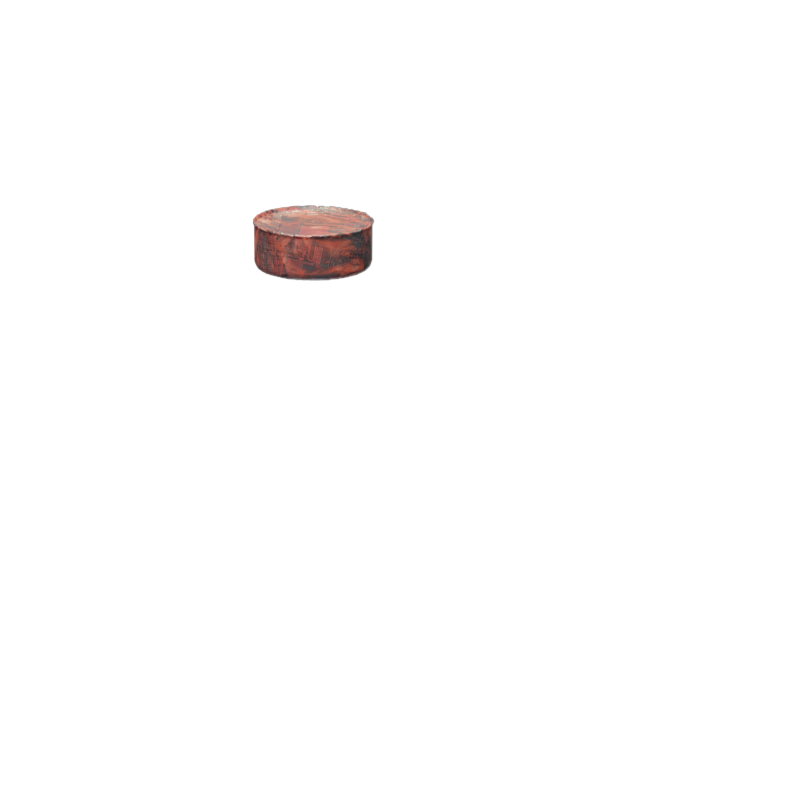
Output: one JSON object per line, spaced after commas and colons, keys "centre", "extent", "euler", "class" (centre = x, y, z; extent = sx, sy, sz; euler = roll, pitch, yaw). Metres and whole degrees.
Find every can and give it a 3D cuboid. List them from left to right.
{"centre": [-0.062, -0.113, 0.789], "extent": [0.086, 0.032, 0.090], "euler": [-1, 22, -2], "class": "can"}
